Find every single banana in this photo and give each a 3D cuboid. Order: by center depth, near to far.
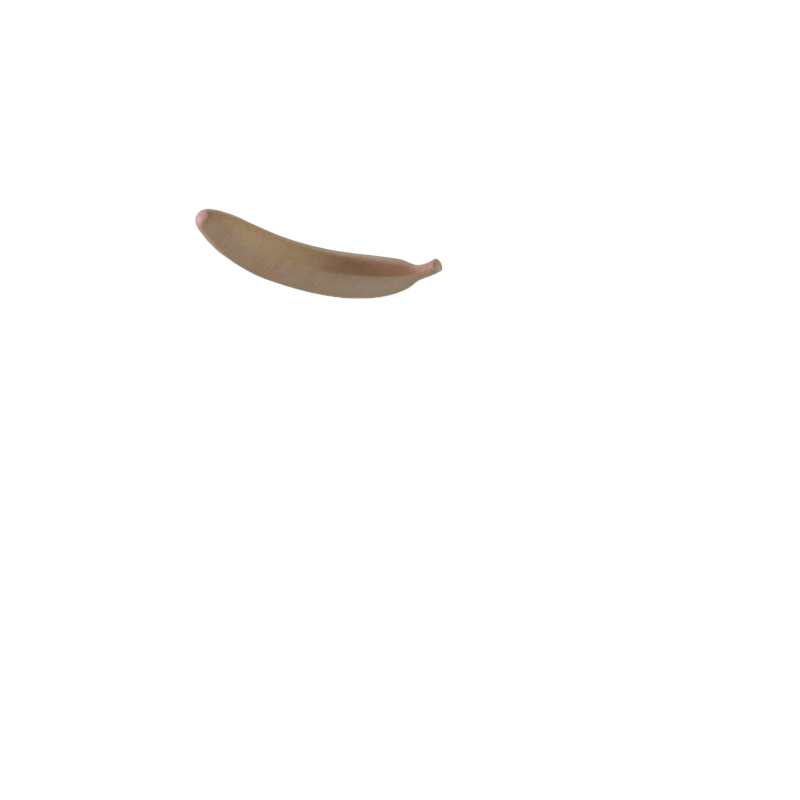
[{"bbox_3d":[-0.071,-0.114,0.886,0.194,0.039,0.066,9,-38,-12],"label":"banana"}]
